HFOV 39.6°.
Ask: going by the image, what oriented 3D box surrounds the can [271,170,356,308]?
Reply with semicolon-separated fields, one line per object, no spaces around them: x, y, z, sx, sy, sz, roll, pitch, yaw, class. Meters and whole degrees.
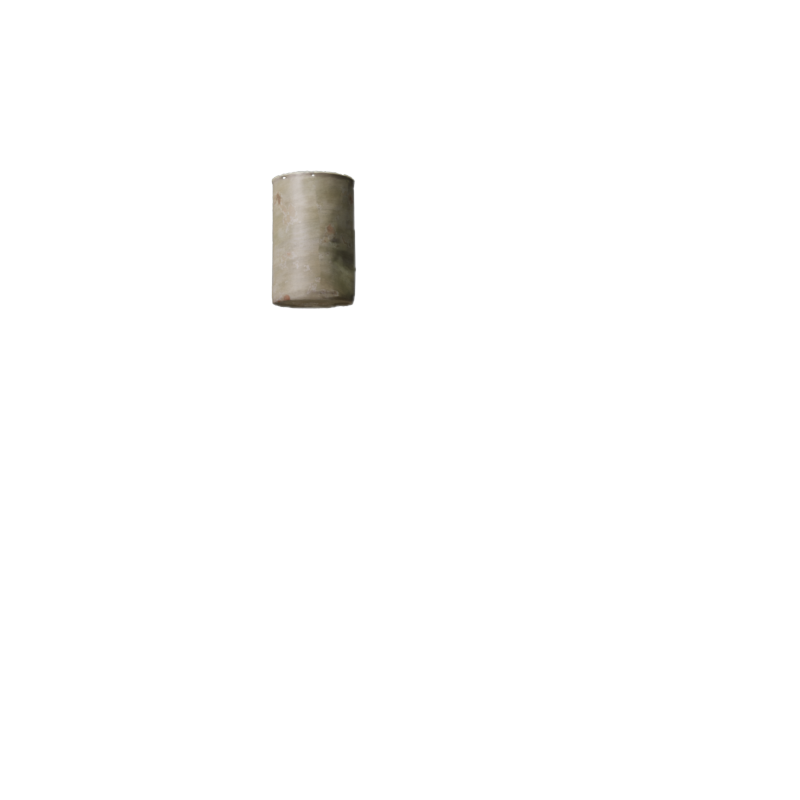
-0.070;-0.128;0.896;0.068;0.104;0.067;0;-7;-2;can
